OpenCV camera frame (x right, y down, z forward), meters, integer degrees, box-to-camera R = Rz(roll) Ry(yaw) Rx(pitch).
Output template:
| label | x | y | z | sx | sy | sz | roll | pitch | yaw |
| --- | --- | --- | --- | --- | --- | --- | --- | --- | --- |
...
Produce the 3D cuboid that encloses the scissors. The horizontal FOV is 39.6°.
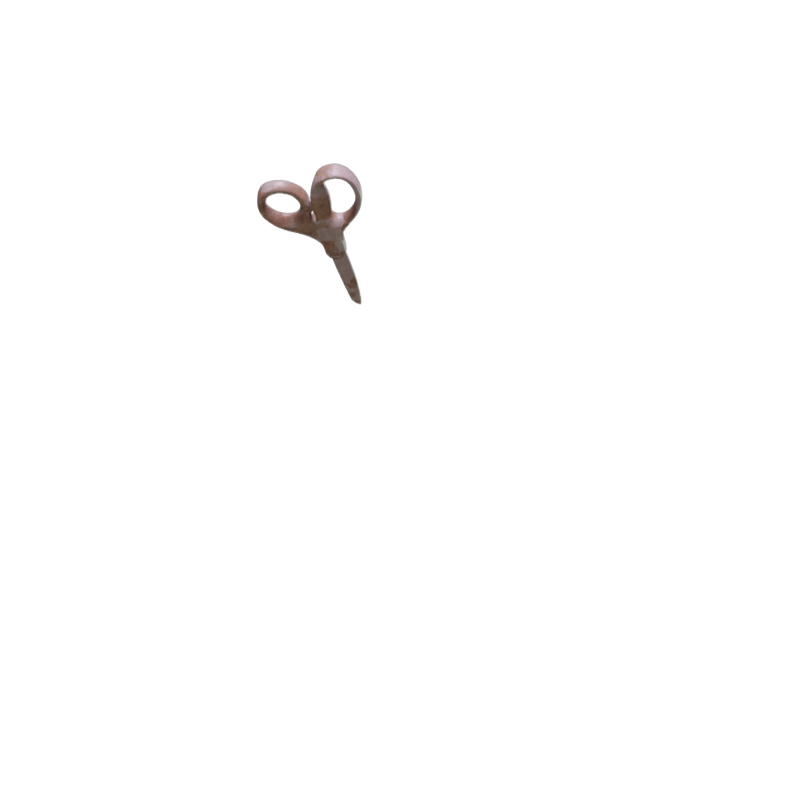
| label | x | y | z | sx | sy | sz | roll | pitch | yaw |
| --- | --- | --- | --- | --- | --- | --- | --- | --- | --- |
| scissors | -0.076 | -0.138 | 0.966 | 0.096 | 0.017 | 0.190 | 2 | -30 | -4 |
